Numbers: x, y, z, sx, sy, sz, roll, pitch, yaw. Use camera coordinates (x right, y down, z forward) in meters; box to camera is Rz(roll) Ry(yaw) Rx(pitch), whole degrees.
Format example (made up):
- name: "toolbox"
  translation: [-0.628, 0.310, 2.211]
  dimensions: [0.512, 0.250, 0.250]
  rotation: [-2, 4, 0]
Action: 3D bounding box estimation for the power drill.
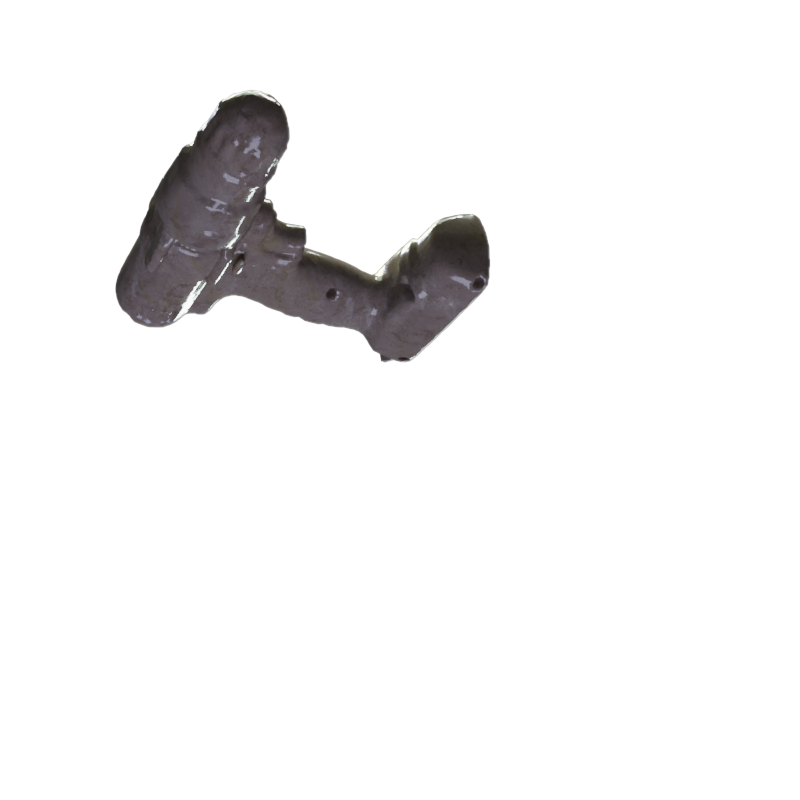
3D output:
- name: "power drill"
  translation: [-0.048, -0.088, 0.616]
  dimensions: [0.181, 0.061, 0.180]
  rotation: [14, -33, -23]
